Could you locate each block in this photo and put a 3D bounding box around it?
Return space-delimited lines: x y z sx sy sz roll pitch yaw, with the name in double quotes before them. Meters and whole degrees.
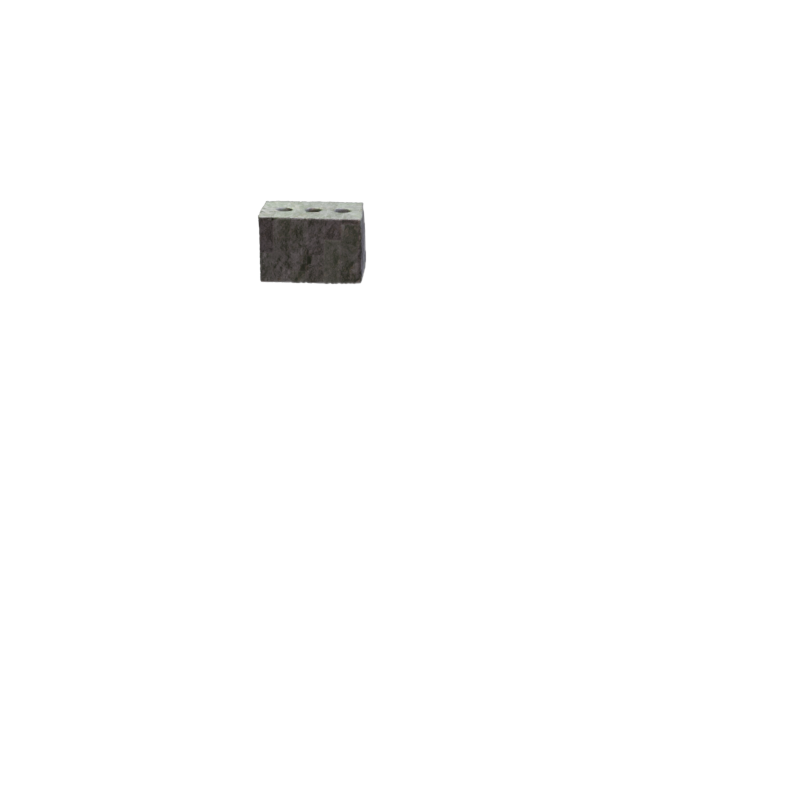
"block" -0.065 -0.119 0.833 0.078 0.049 0.055 1 19 3
